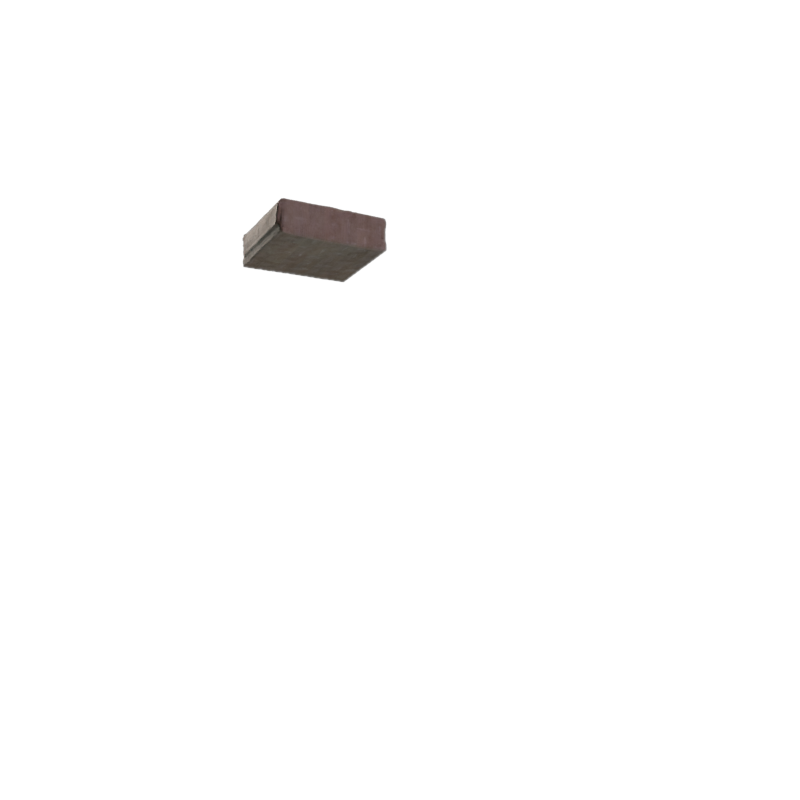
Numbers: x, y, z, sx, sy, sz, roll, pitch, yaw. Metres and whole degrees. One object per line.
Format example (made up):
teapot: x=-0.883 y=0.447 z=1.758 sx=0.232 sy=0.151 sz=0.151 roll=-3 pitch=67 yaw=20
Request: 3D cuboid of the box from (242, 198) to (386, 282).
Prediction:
box: x=-0.066 y=-0.119 z=0.837 sx=0.086 sy=0.032 sz=0.072 roll=8 pitch=-19 yaw=-25
